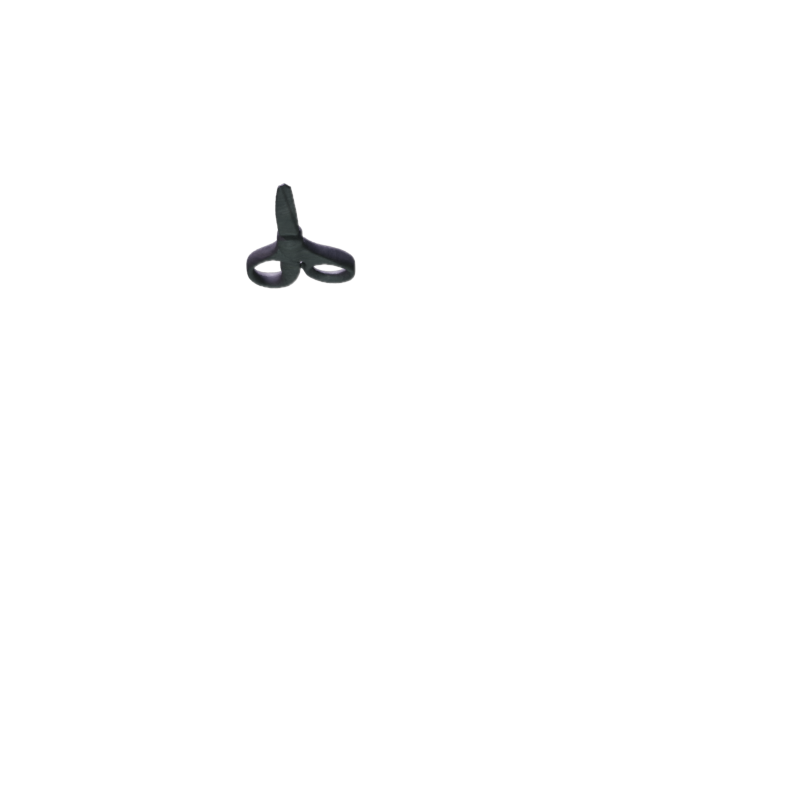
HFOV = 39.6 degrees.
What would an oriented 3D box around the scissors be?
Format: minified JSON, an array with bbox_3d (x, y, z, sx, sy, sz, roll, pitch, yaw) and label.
[{"bbox_3d":[-0.065,-0.118,0.829,0.094,0.016,0.199,4,-13,-17],"label":"scissors"}]
